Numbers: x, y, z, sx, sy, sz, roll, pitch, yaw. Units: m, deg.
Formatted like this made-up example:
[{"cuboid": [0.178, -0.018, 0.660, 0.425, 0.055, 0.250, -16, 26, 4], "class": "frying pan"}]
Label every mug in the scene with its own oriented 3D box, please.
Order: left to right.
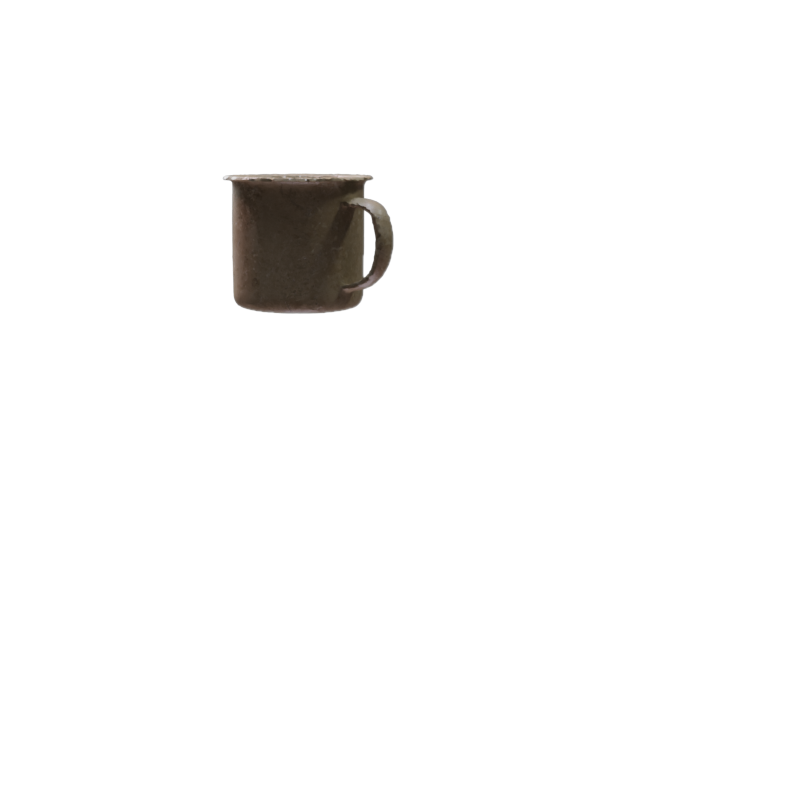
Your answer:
[{"cuboid": [-0.053, -0.098, 0.683, 0.122, 0.080, 0.091, 8, 12, 35], "class": "mug"}]
